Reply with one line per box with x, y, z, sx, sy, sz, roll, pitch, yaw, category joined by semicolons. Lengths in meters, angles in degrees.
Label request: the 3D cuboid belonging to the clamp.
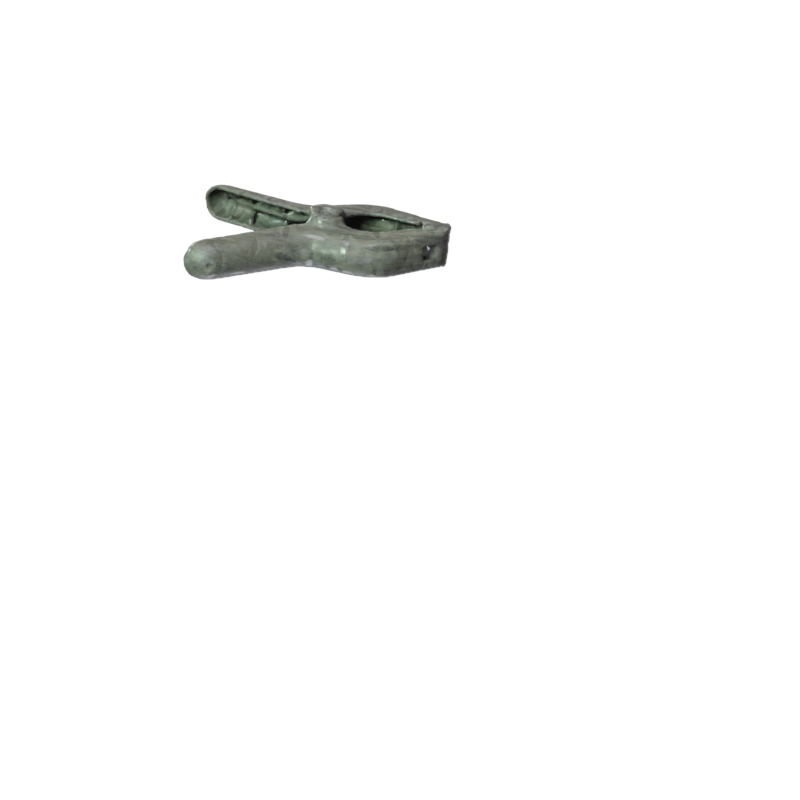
-0.056;-0.101;0.710;0.174;0.037;0.126;6;34;8;clamp
